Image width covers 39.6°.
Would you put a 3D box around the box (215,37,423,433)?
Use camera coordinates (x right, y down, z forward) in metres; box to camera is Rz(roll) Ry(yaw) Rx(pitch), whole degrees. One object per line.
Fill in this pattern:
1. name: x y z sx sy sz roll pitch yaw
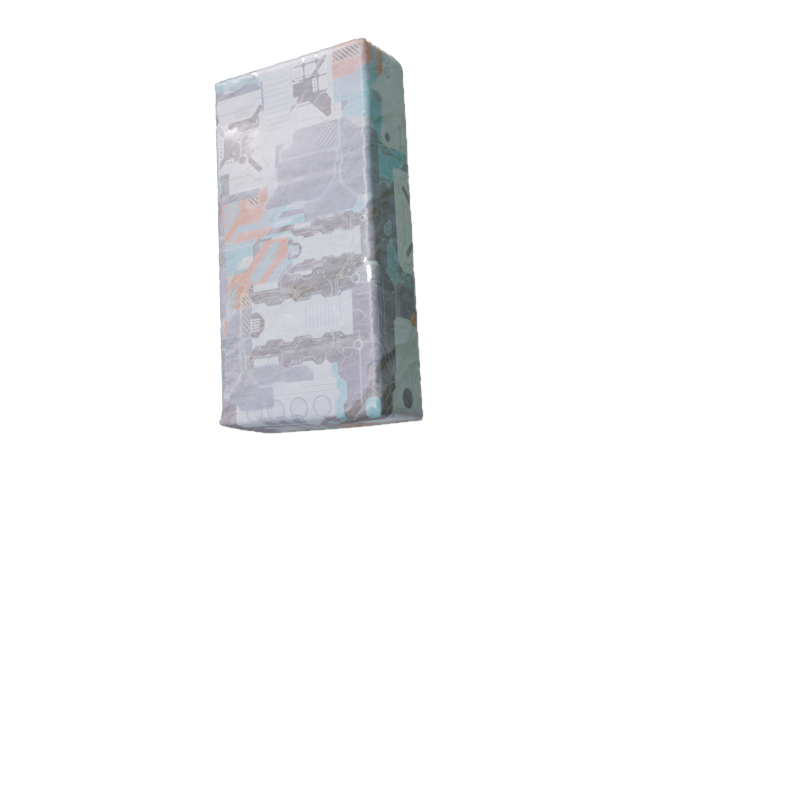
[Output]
1. box: -0.041 -0.076 0.533 0.096 0.183 0.045 -9 -17 32
